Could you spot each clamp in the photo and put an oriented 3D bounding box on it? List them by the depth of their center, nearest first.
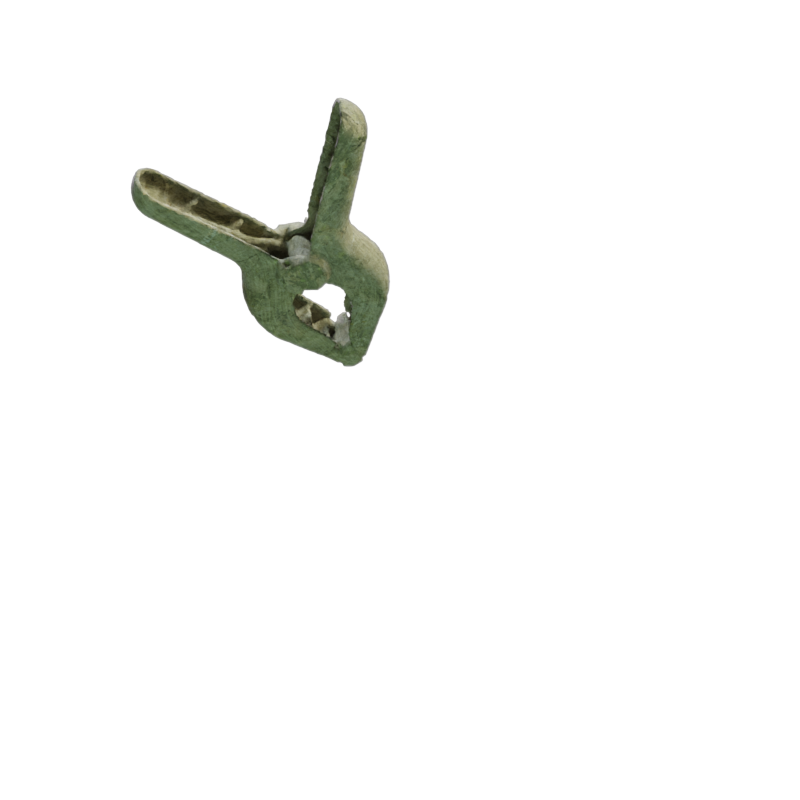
[{"bbox_3d":[-0.045,-0.082,0.577,0.121,0.042,0.158,-18,-41,22],"label":"clamp"}]
